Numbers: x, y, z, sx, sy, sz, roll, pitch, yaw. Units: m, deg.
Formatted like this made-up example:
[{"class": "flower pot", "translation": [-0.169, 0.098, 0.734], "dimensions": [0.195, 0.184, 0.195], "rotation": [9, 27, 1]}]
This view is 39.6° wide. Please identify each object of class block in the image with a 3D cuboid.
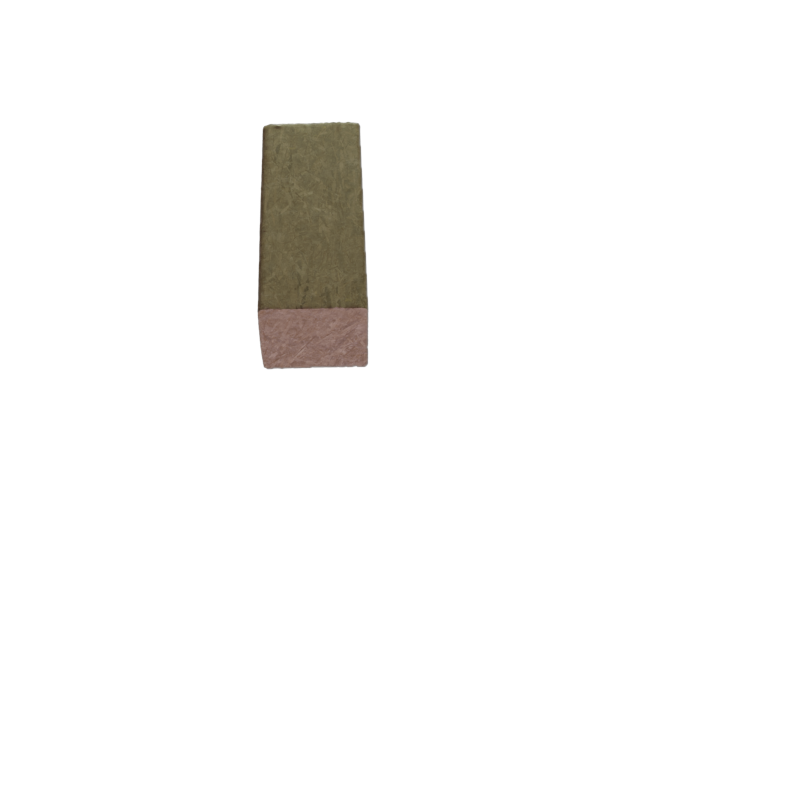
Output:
[{"class": "block", "translation": [-0.076, -0.139, 0.973], "dimensions": [0.091, 0.221, 0.084], "rotation": [-2, -35, -1]}]
